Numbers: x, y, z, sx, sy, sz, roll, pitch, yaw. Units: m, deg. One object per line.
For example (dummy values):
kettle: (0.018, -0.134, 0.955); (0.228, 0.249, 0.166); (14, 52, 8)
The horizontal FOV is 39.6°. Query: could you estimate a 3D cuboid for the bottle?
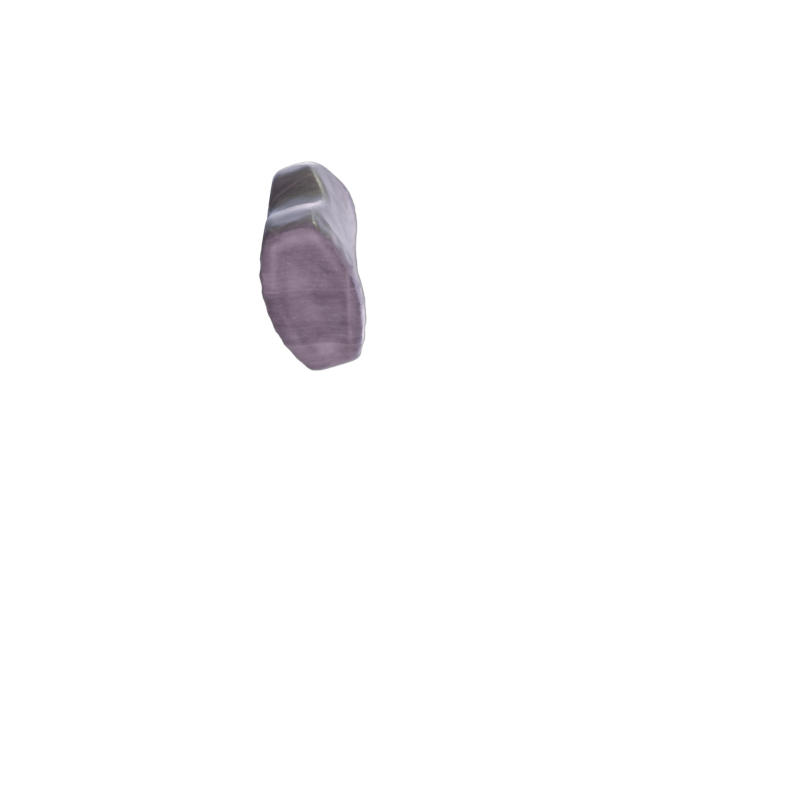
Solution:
bottle: (-0.057, -0.105, 0.732); (0.058, 0.090, 0.203); (-18, 27, 6)
